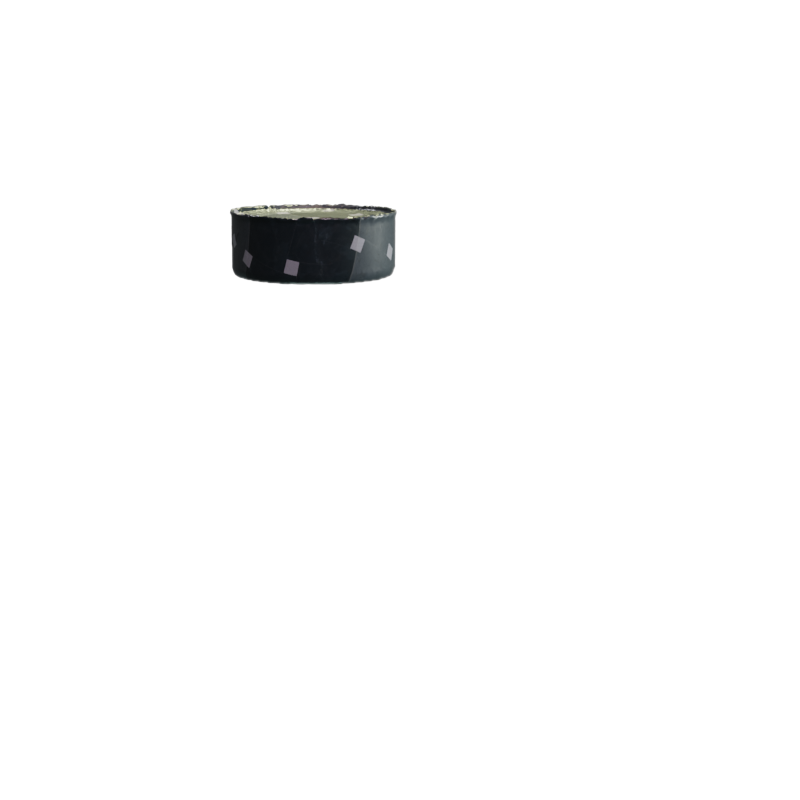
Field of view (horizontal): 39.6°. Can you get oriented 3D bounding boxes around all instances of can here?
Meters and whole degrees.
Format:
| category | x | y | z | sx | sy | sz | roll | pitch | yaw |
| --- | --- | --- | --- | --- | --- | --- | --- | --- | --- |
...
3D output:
| category | x | y | z | sx | sy | sz | roll | pitch | yaw |
| --- | --- | --- | --- | --- | --- | --- | --- | --- | --- |
| can | -0.045 | -0.082 | 0.572 | 0.086 | 0.033 | 0.088 | 0 | 13 | -2 |
